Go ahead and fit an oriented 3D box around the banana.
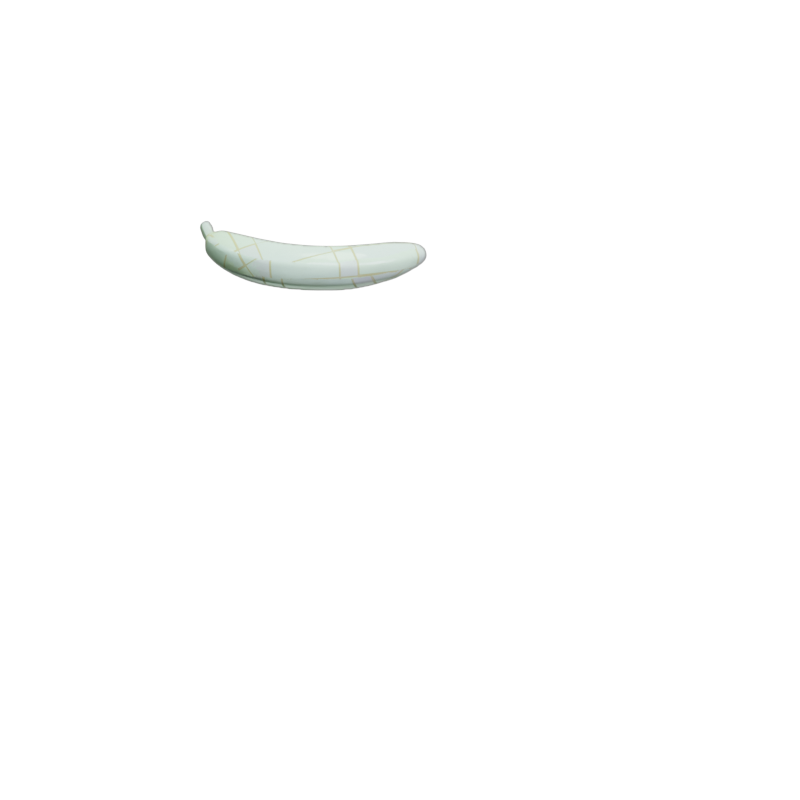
[{"bbox_3d":[-0.080,-0.120,0.921,0.200,0.074,0.034,9,-42,8],"label":"banana"}]
